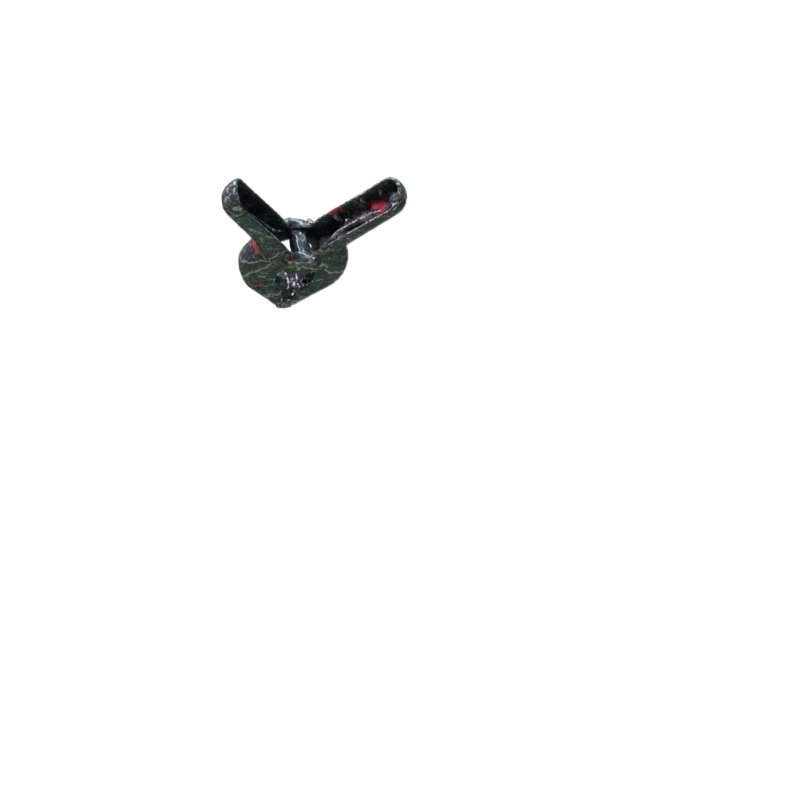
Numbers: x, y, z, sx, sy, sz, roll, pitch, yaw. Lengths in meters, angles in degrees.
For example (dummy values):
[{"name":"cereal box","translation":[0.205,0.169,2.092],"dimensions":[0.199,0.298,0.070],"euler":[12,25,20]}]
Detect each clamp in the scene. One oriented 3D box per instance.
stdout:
[{"name":"clamp","translation":[-0.061,-0.110,0.774],"dimensions":[0.120,0.041,0.164],"euler":[1,-17,-4]}]
